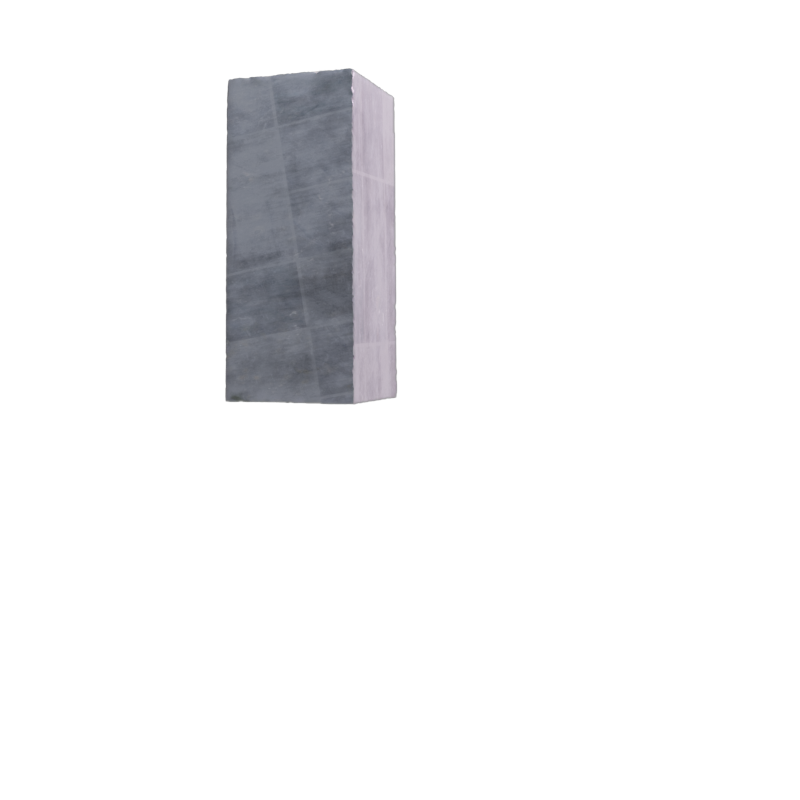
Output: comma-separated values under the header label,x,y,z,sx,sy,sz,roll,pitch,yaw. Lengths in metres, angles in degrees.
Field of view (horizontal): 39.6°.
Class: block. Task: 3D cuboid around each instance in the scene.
label,x,y,z,sx,sy,sz,roll,pitch,yaw
block,-0.058,-0.104,0.730,0.092,0.209,0.088,-2,-4,19
